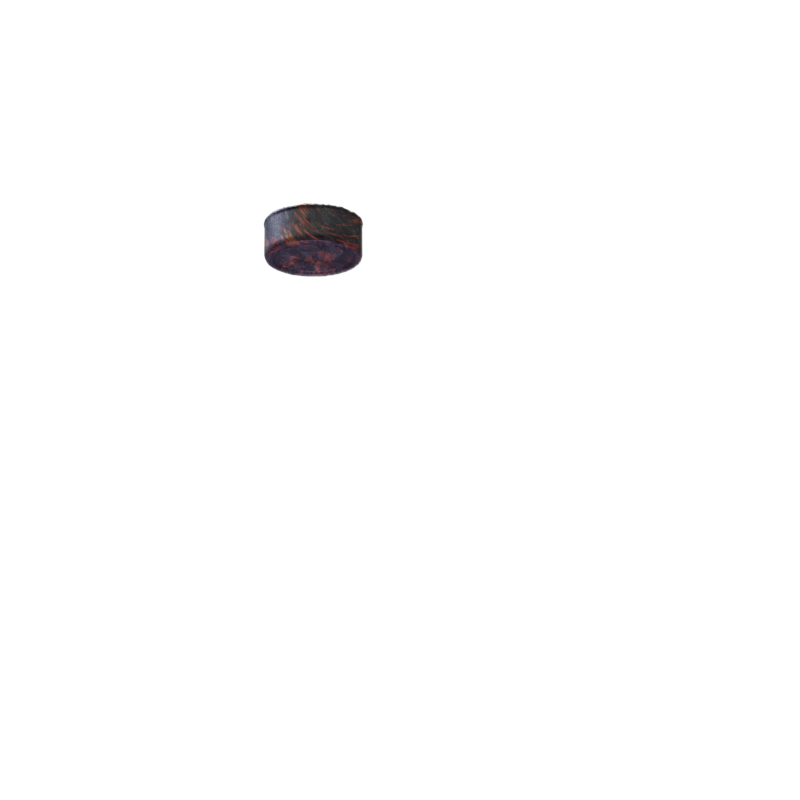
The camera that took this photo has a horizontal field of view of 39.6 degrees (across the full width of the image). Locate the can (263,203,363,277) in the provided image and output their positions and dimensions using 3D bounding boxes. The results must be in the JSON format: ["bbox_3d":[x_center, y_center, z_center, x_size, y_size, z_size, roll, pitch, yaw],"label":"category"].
[{"bbox_3d":[-0.075,-0.136,0.952,0.086,0.035,0.082,0,-17,-2],"label":"can"}]
